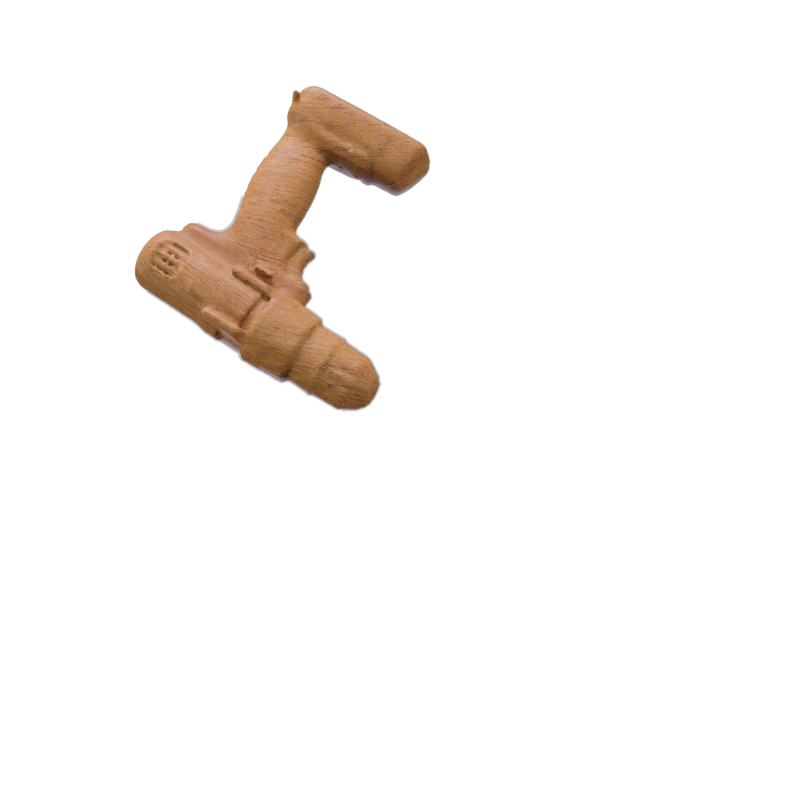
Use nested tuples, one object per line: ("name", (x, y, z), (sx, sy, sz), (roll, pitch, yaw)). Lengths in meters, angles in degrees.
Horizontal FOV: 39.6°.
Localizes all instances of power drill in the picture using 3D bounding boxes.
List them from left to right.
("power drill", (-0.059, -0.107, 0.750), (0.189, 0.191, 0.055), (31, -17, 10))
